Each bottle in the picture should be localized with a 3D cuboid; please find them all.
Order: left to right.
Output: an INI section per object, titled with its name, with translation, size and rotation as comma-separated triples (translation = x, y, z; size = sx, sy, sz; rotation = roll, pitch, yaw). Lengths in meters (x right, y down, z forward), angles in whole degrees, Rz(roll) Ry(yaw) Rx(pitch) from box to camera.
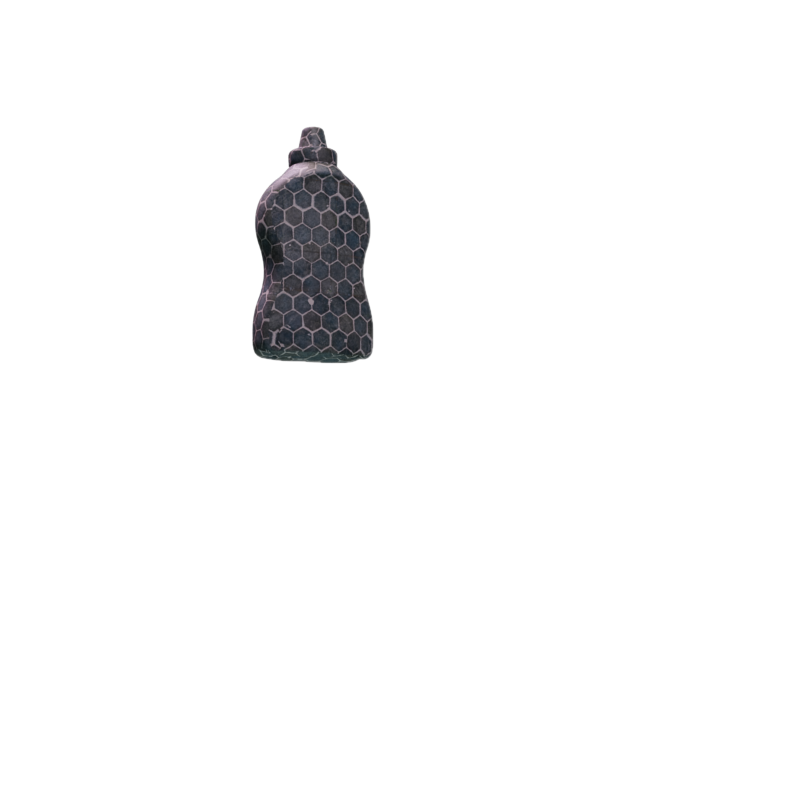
[bottle]
translation = -0.071, -0.129, 0.901
size = 0.093, 0.197, 0.059
rotation = 4, -12, -24
